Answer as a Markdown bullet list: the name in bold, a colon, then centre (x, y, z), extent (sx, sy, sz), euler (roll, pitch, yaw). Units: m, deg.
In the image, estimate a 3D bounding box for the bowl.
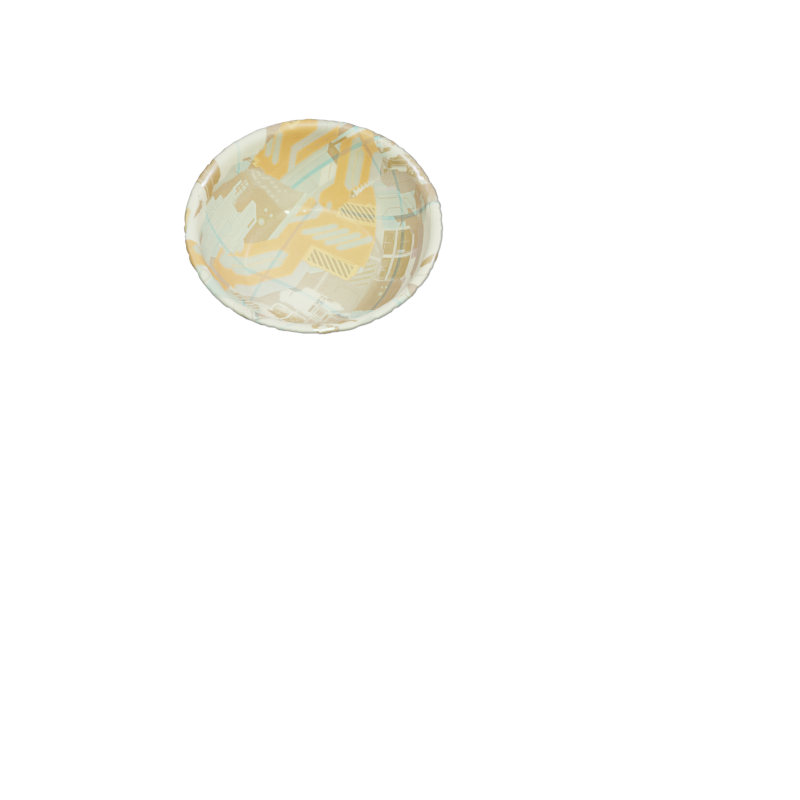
- **bowl**: centre (-0.056, -0.102, 0.713), extent (0.162, 0.173, 0.052), euler (-1, -31, -1)
